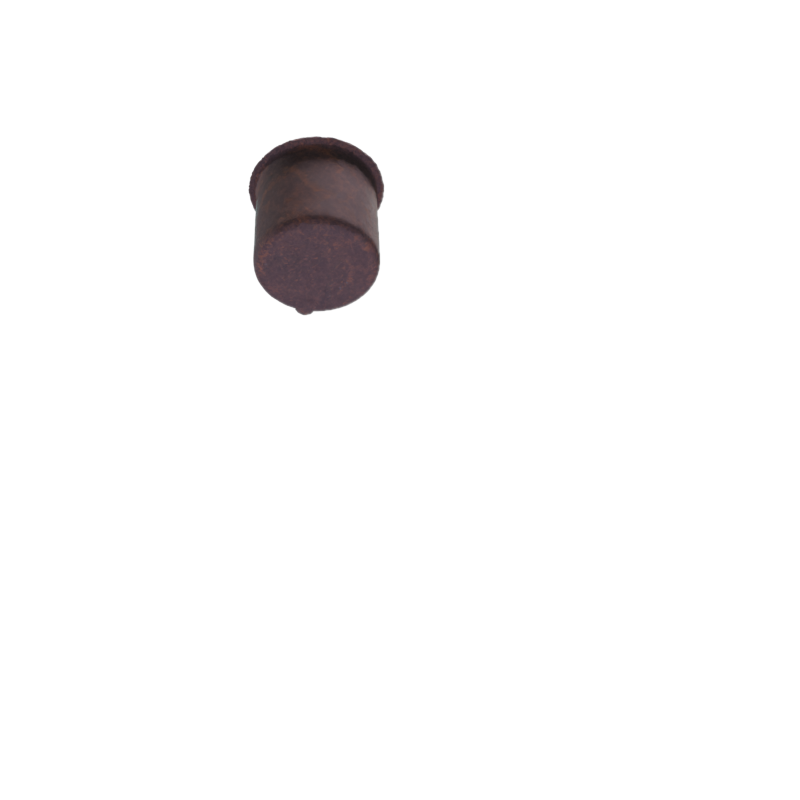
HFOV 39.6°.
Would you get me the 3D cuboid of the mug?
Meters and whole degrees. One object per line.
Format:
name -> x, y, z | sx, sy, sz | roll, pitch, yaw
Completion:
mug -> -0.058, -0.106, 0.742 | 0.092, 0.088, 0.111 | 8, -44, -10
